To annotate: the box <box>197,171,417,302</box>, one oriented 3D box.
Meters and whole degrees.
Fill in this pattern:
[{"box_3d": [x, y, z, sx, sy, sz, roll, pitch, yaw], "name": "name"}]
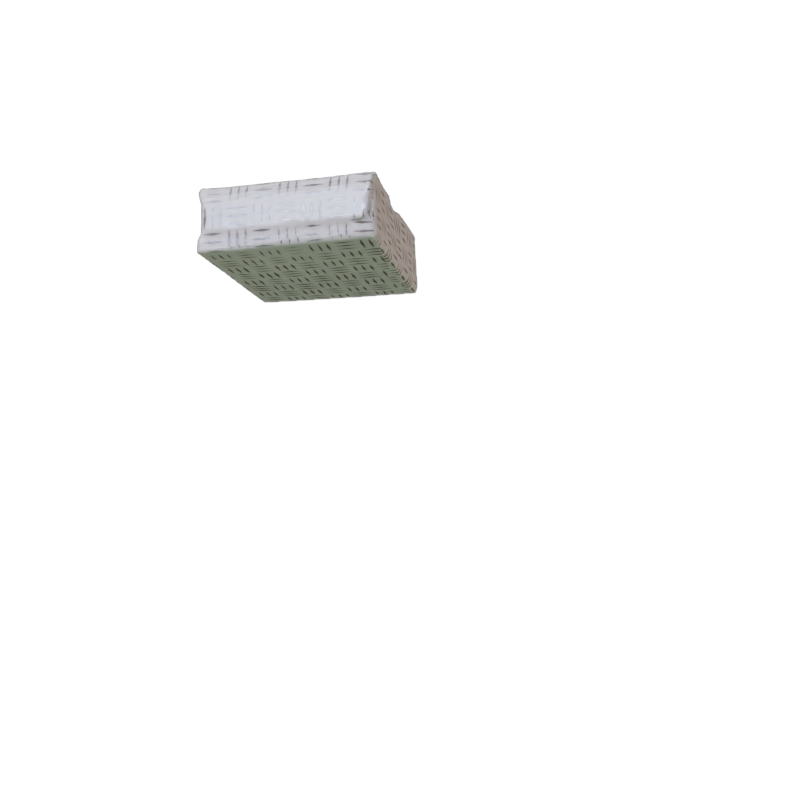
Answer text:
[{"box_3d": [-0.037, -0.067, 0.470, 0.074, 0.031, 0.085, -3, -12, 13], "name": "box"}]
